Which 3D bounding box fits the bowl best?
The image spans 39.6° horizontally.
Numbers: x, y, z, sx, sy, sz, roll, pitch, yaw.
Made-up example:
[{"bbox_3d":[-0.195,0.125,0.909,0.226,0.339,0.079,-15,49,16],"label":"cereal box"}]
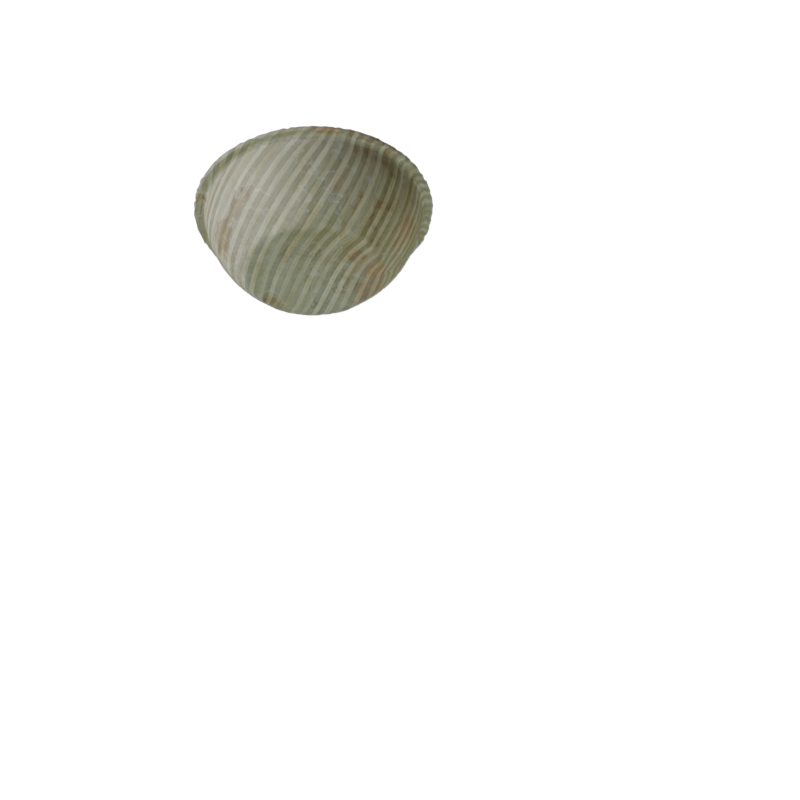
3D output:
[{"bbox_3d":[-0.058,-0.105,0.735,0.162,0.059,0.151,1,-37,-2],"label":"bowl"}]
